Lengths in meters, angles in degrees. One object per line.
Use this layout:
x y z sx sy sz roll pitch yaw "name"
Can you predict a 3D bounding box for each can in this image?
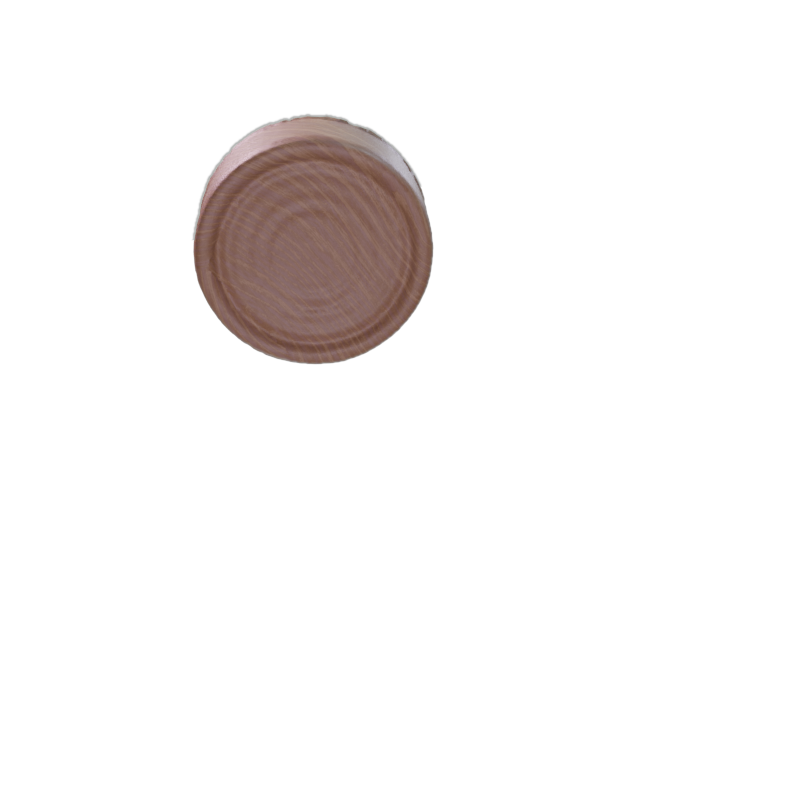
-0.031 -0.057 0.400 0.086 0.082 0.035 0 21 -1 "can"
